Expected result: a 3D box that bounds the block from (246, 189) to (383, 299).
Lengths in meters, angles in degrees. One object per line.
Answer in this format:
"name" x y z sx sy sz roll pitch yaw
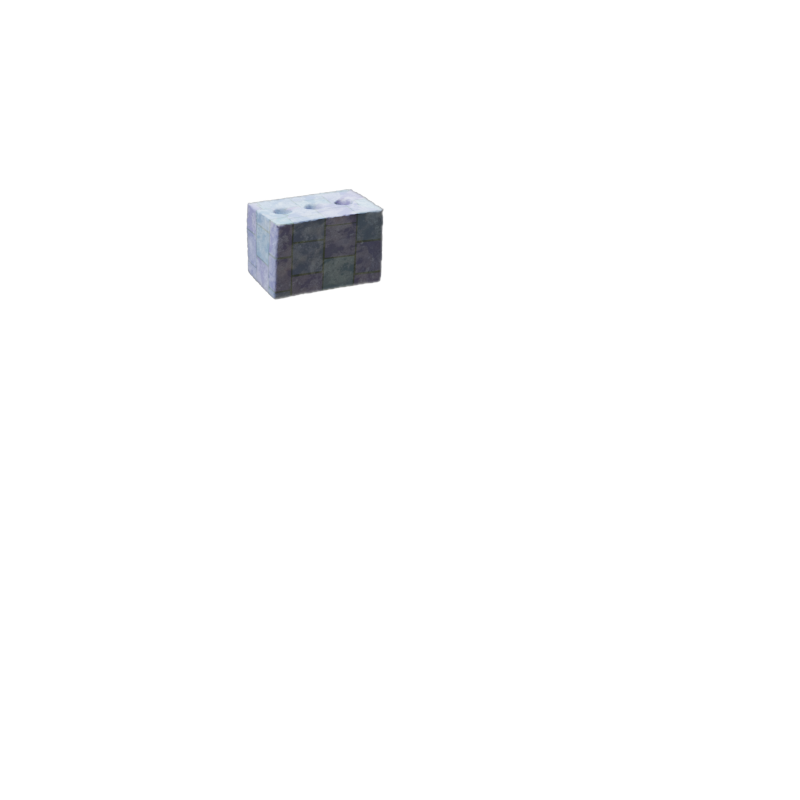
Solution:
"block" -0.057 -0.104 0.731 0.076 0.049 0.056 -12 28 -24
